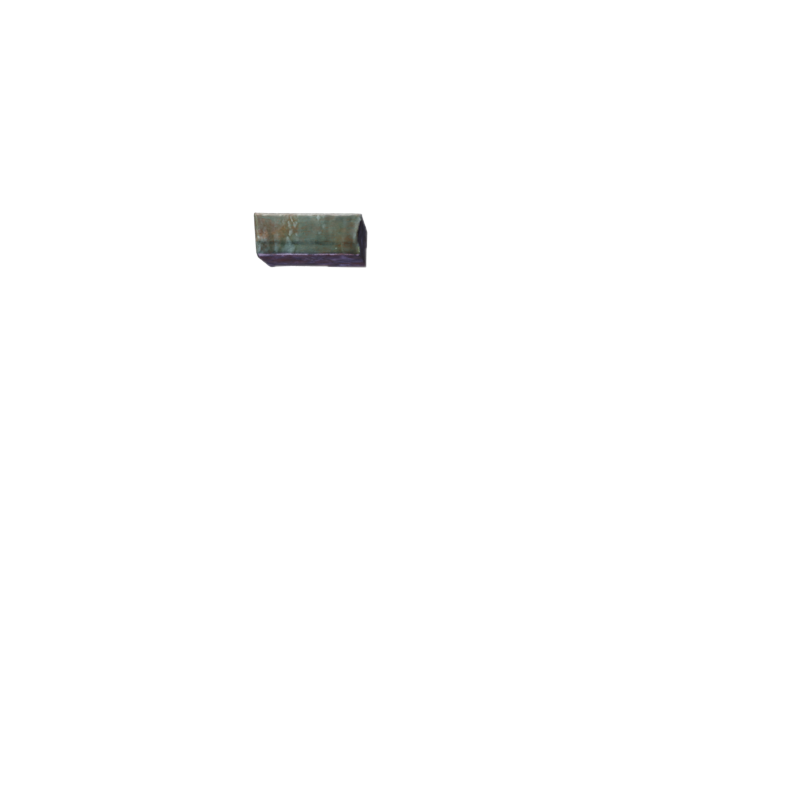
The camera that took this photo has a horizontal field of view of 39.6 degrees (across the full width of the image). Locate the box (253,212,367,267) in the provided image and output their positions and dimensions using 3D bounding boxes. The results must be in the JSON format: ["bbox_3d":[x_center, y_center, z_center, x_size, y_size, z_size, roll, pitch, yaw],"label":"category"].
[{"bbox_3d":[-0.075,-0.136,0.952,0.090,0.039,0.113,0,2,2],"label":"box"}]
